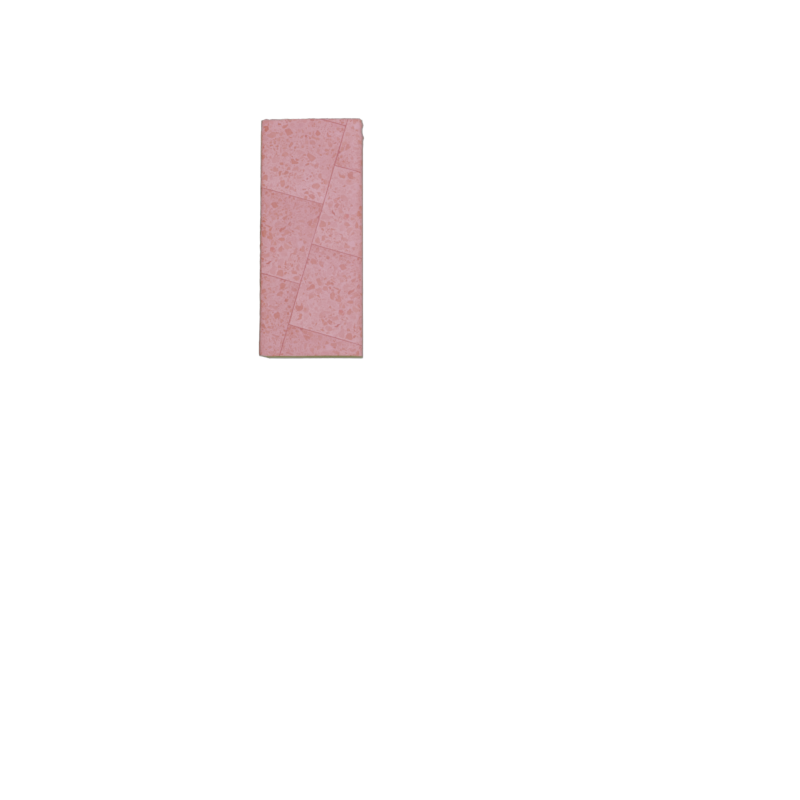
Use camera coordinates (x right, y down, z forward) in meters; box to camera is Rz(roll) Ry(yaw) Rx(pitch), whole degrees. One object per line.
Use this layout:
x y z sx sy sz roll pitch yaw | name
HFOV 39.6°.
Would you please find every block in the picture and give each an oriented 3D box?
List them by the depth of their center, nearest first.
-0.077 -0.142 0.992 0.090 0.210 0.089 -1 -6 1 | block
